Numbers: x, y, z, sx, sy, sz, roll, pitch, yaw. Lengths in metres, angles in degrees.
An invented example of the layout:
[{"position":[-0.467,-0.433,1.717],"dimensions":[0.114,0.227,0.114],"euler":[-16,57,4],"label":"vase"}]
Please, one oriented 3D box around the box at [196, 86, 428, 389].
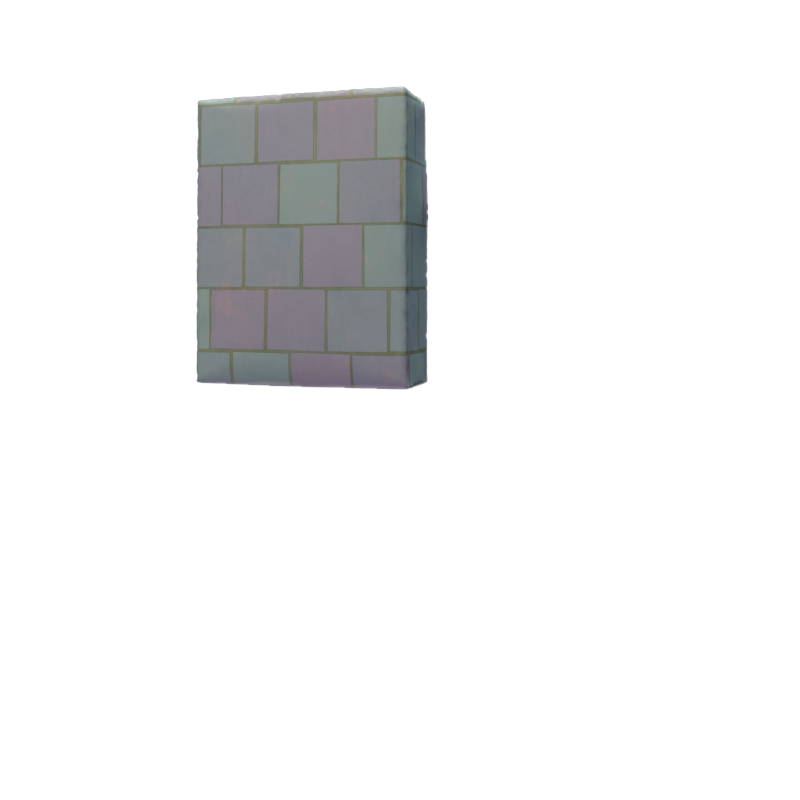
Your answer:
[{"position":[-0.065,-0.118,0.828],"dimensions":[0.168,0.215,0.070],"euler":[0,-2,18],"label":"box"}]
